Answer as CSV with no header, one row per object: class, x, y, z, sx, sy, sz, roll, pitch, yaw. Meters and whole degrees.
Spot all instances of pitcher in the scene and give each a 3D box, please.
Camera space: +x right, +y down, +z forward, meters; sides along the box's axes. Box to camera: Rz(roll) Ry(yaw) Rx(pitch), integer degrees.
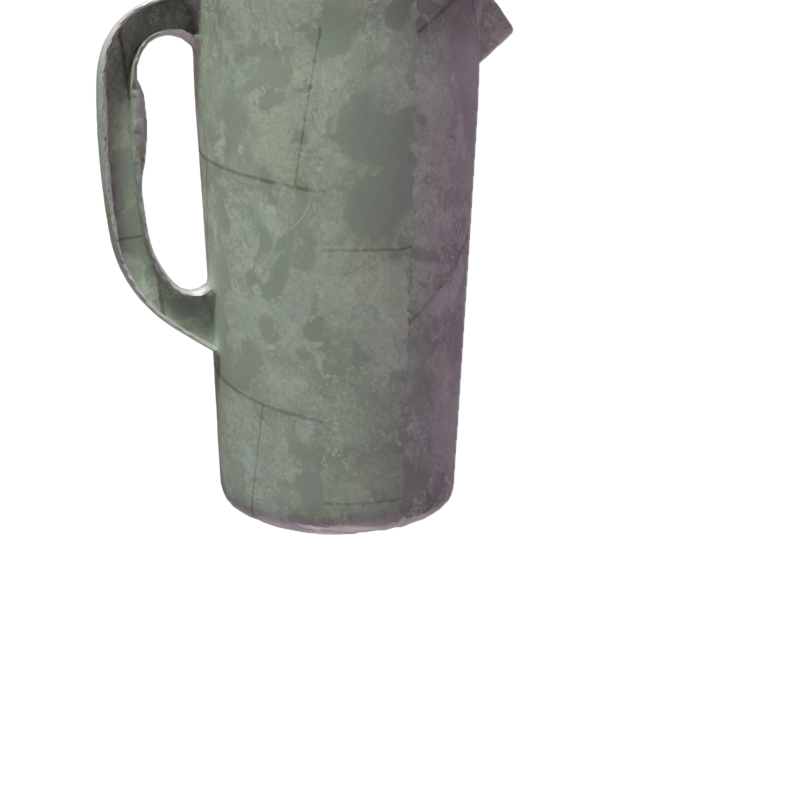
pitcher,-0.039,-0.071,0.500,0.154,0.240,0.142,4,8,25
